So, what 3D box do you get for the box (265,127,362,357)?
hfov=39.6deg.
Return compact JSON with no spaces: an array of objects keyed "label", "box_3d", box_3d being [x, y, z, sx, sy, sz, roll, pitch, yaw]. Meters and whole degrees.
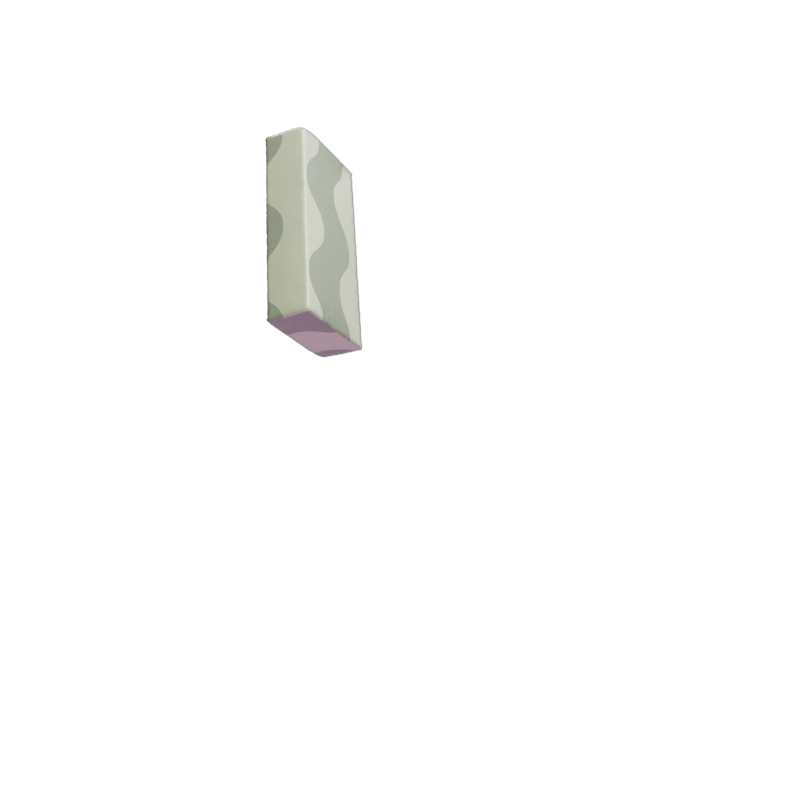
[{"label":"box","box_3d":[-0.073,-0.133,0.932,0.049,0.187,0.087,-14,-28,24]}]
